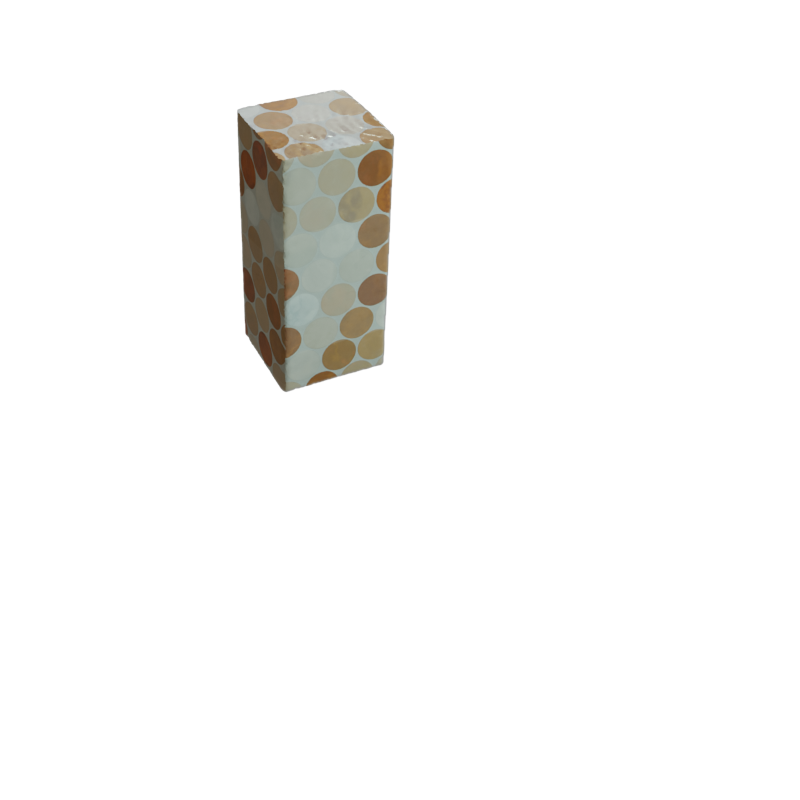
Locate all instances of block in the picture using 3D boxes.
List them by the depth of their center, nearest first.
[{"bbox_3d":[-0.067,-0.123,0.856,0.089,0.193,0.098,-15,40,-22],"label":"block"}]
